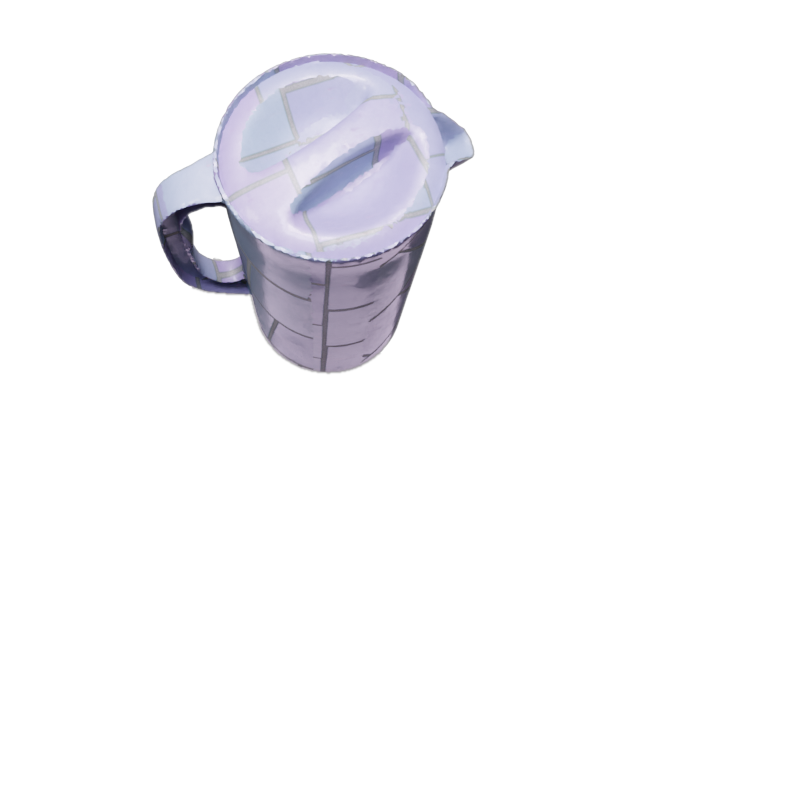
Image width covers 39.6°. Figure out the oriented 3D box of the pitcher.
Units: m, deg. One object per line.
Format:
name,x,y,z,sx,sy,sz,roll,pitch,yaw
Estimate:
pitcher,-0.056,-0.103,0.720,0.153,0.148,0.231,31,-19,8
